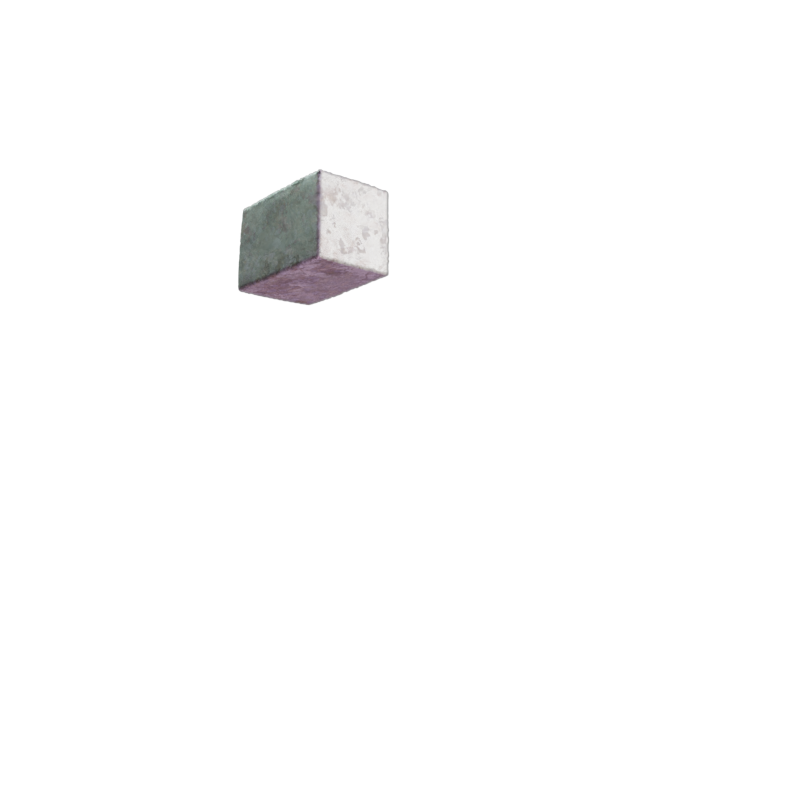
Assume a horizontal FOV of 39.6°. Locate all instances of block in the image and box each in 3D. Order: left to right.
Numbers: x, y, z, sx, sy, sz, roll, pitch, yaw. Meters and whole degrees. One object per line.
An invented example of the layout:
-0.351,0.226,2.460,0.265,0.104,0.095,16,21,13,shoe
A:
-0.050,-0.091,0.636,0.050,0.053,0.079,13,-20,-39,block
